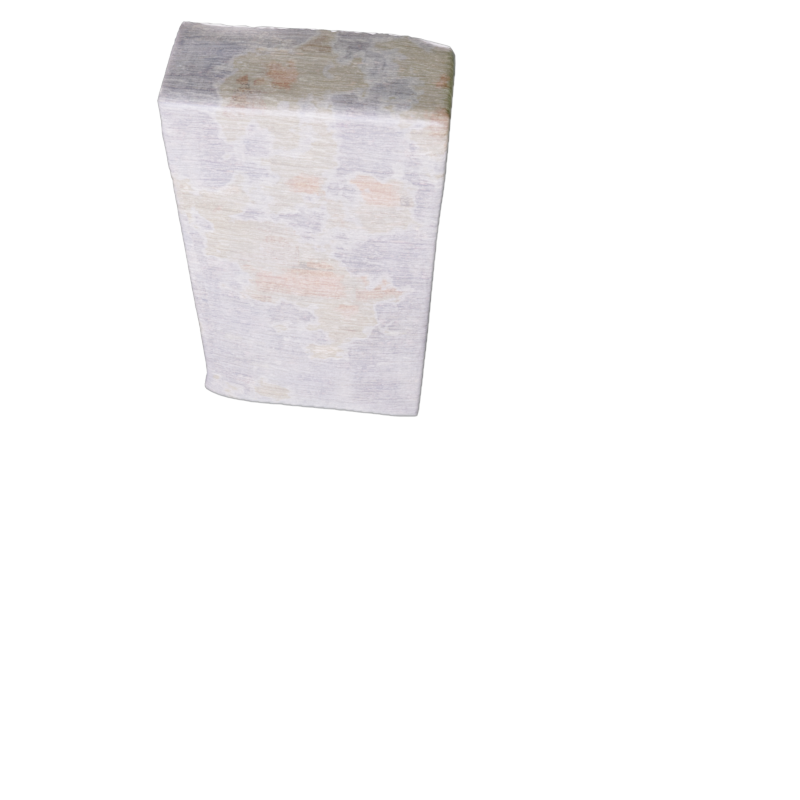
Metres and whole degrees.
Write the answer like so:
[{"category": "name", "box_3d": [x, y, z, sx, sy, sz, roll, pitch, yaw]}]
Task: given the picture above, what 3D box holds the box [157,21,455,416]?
[{"category": "box", "box_3d": [-0.032, -0.059, 0.415, 0.094, 0.051, 0.165, 7, -37, 2]}]
